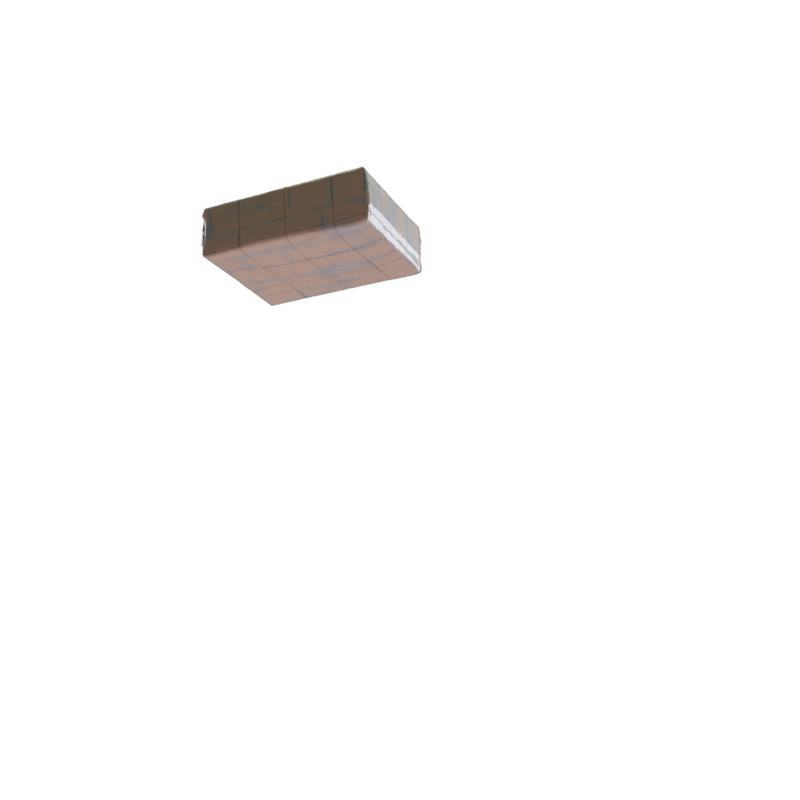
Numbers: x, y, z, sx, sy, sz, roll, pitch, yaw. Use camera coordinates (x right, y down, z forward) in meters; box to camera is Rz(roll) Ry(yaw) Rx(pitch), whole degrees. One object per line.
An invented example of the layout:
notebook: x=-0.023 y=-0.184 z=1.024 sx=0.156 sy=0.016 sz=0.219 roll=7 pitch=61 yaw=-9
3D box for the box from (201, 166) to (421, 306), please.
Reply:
box: x=-0.054 y=-0.099 z=0.694 sx=0.116 sy=0.041 sz=0.084 roll=-8 pitch=-20 yaw=23
